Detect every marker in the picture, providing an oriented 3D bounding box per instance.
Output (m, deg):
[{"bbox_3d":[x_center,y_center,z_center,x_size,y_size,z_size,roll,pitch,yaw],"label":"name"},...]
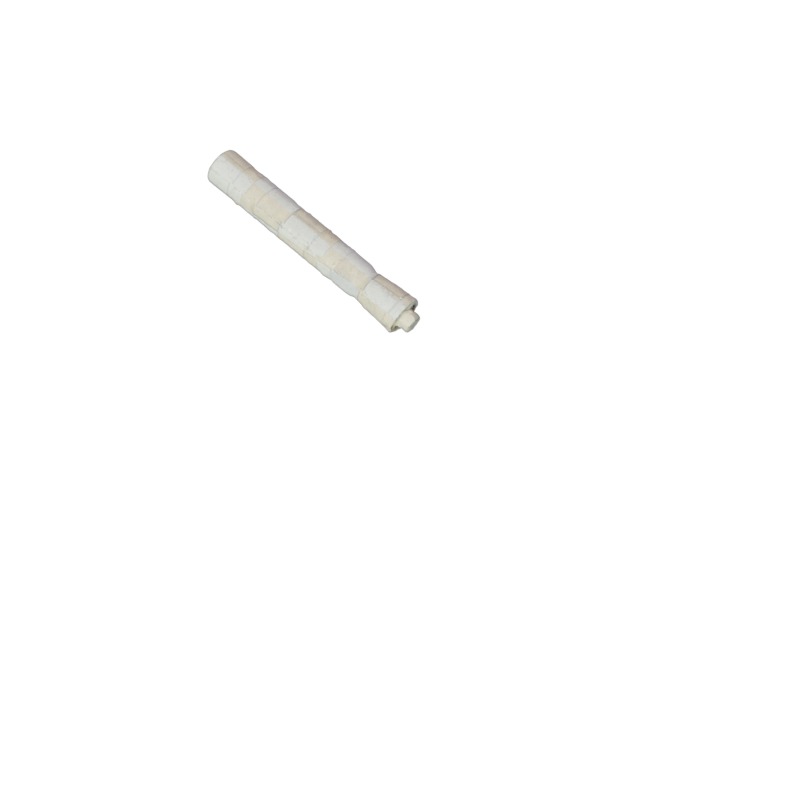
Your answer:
[{"bbox_3d":[-0.039,-0.072,0.503,0.127,0.019,0.019,41,18,19],"label":"marker"}]
